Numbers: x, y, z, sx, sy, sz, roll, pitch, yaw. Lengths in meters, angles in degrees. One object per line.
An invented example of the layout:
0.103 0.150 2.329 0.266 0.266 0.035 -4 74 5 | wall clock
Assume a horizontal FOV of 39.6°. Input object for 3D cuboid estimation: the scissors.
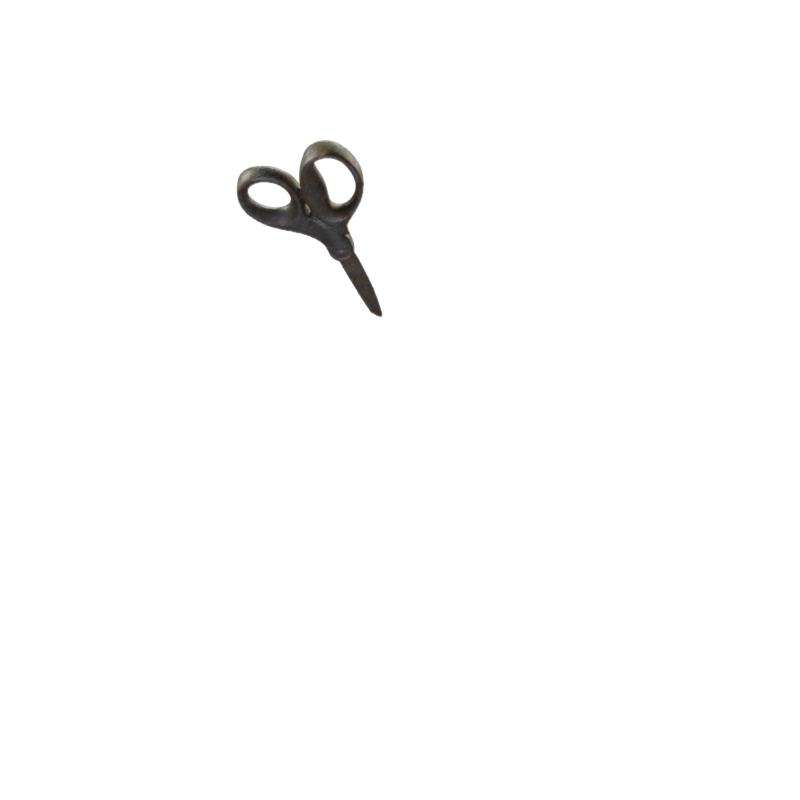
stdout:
-0.063 -0.115 0.803 0.096 0.017 0.188 -1 -32 1 | scissors
